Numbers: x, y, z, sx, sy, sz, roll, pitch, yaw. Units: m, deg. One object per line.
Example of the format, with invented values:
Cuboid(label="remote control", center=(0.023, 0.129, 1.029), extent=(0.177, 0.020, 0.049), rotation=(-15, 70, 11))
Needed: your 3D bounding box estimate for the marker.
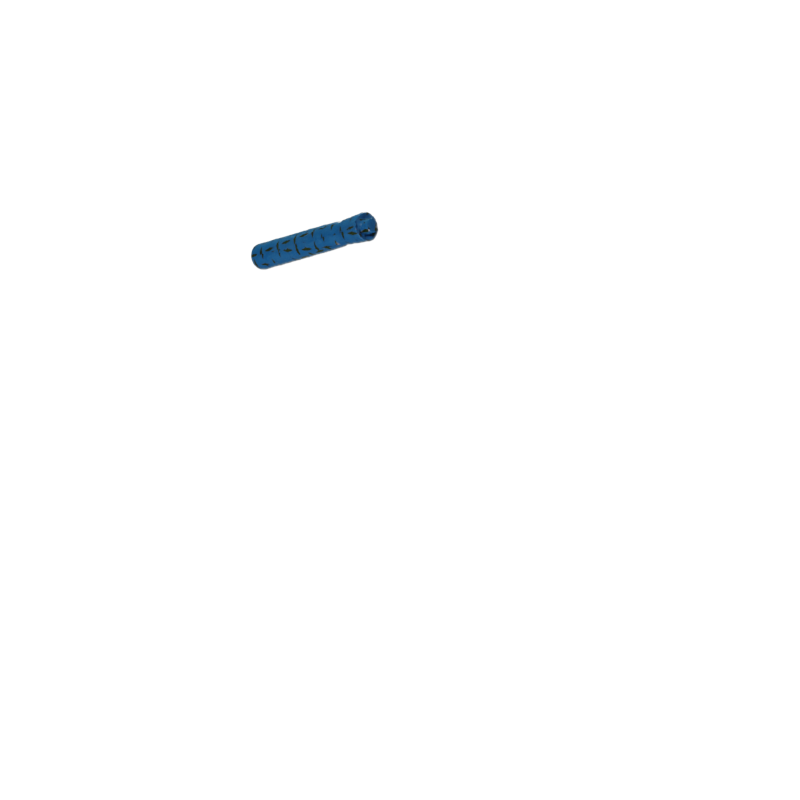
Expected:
Cuboid(label="marker", center=(-0.057, -0.105, 0.732), extent=(0.019, 0.020, 0.124), rotation=(-3, -2, -41))
